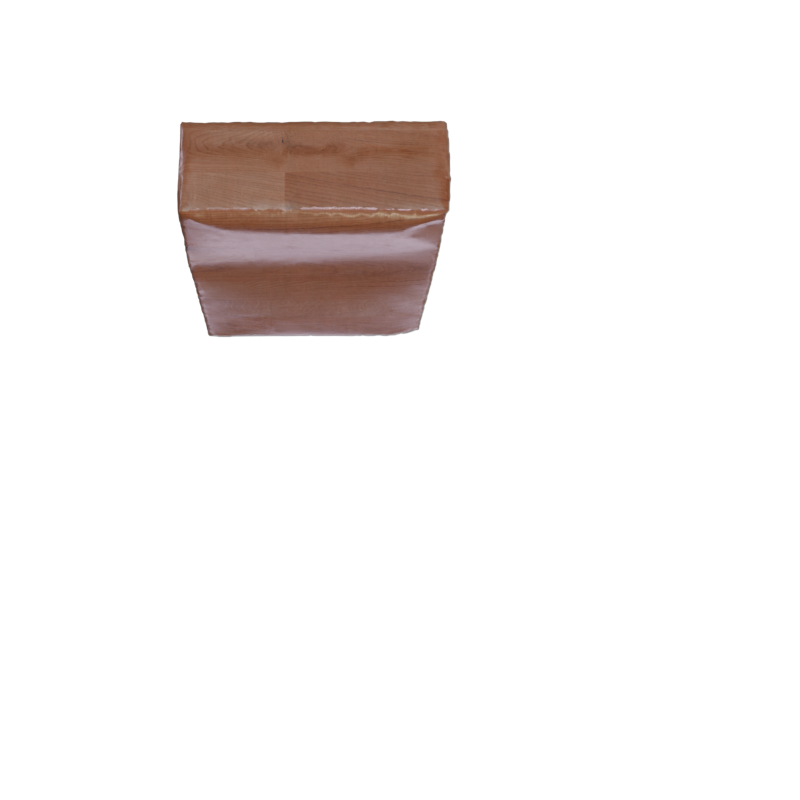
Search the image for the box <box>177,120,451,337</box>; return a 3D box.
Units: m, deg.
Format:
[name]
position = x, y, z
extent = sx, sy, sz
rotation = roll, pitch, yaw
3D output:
[box]
position = -0.059, -0.107, 0.753
extent = 0.164, 0.075, 0.204
rotation = 0, -17, -3
